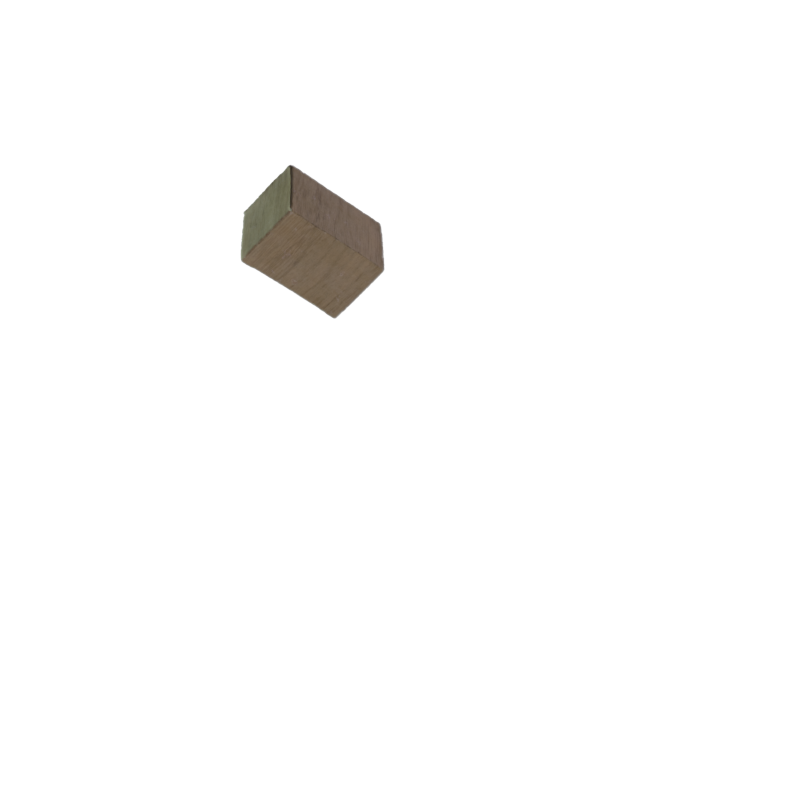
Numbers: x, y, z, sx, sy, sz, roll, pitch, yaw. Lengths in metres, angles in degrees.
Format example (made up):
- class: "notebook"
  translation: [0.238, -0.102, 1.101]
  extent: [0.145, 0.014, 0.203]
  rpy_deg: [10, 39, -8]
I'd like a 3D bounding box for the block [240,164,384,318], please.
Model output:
- class: "block"
  translation: [-0.055, -0.101, 0.708]
  extent: [0.074, 0.055, 0.052]
  rpy_deg: [32, -58, -26]
